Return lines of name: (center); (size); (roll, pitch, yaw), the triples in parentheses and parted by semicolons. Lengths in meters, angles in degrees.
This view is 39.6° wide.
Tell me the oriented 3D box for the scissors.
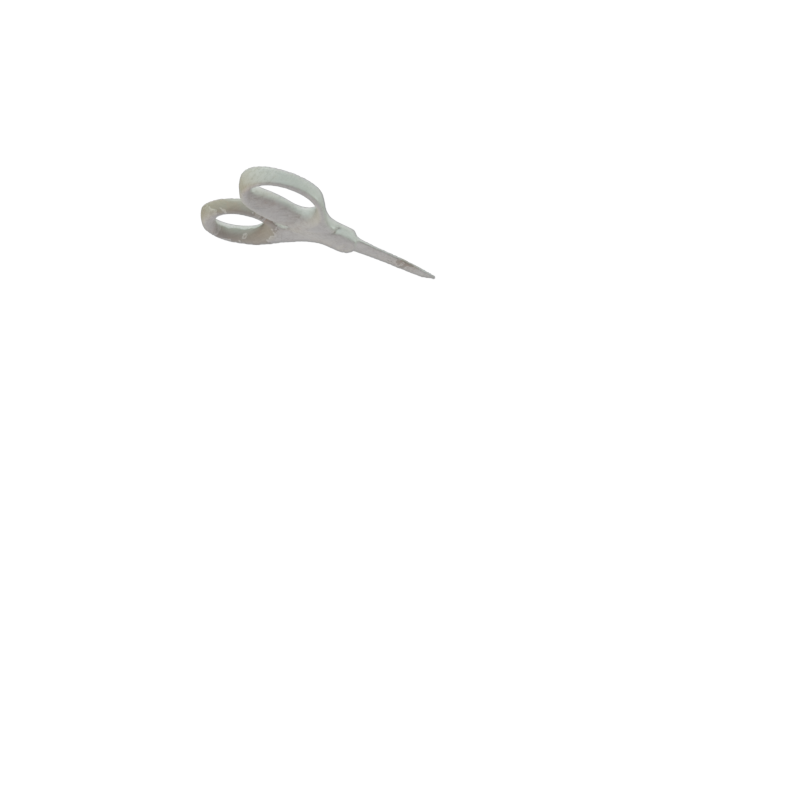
scissors: (-0.062, -0.112, 0.788); (0.098, 0.017, 0.188); (-11, -23, 28)
